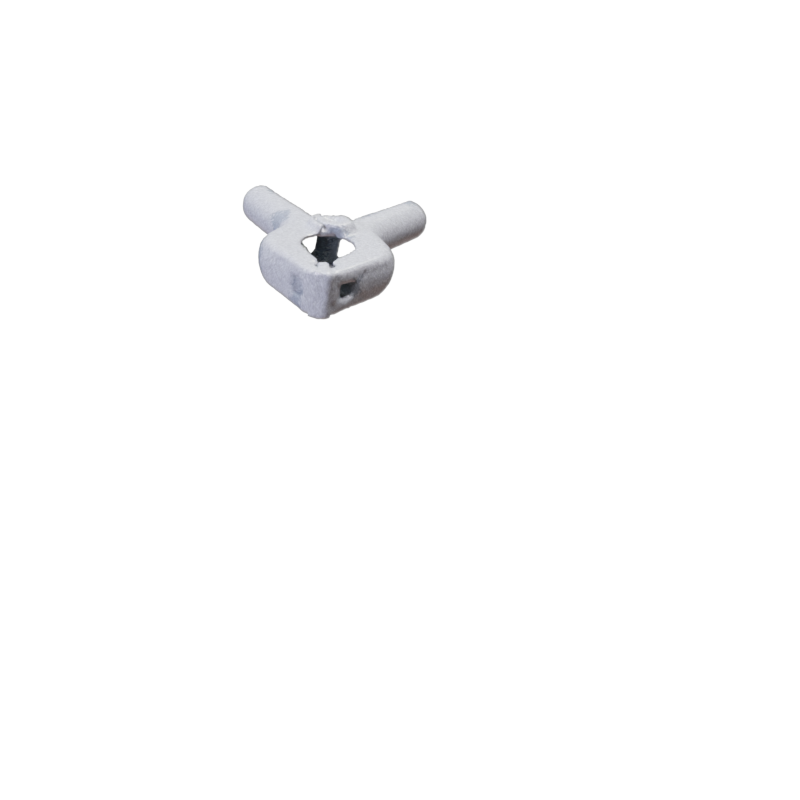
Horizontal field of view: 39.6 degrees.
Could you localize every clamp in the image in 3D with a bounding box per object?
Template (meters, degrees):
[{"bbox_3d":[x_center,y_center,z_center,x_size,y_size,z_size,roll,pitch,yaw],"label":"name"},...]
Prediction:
[{"bbox_3d":[-0.053,-0.096,0.673,0.122,0.037,0.176,4,23,9],"label":"clamp"}]
